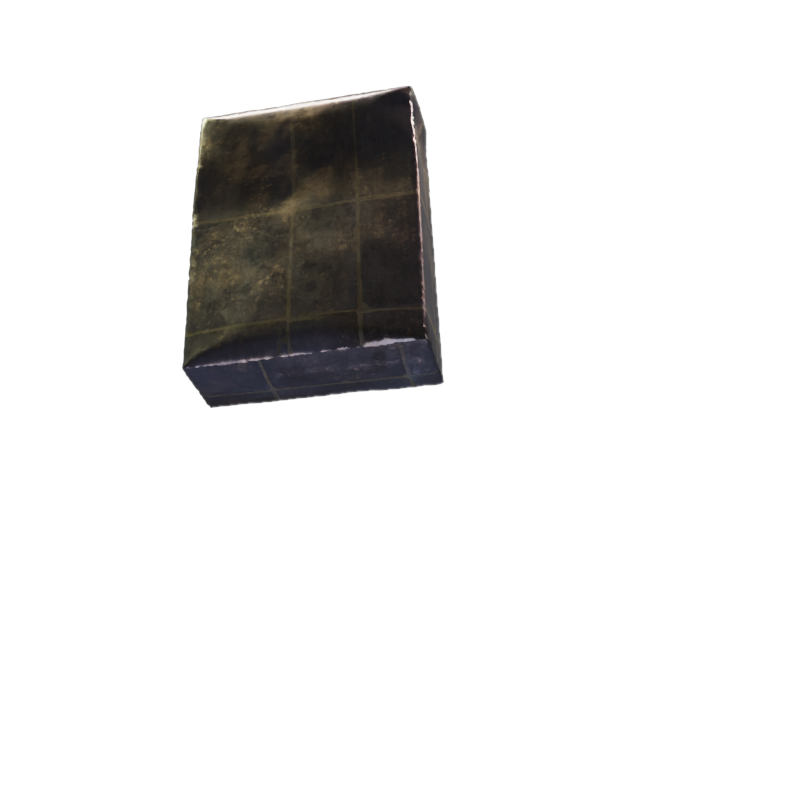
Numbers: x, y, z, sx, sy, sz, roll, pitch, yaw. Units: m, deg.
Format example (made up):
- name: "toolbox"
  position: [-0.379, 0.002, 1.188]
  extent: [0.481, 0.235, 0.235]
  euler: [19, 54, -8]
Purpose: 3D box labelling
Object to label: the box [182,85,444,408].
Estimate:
- name: "box"
  position: [-0.061, -0.111, 0.777]
  extent: [0.166, 0.228, 0.067]
  euler: [-7, -31, 10]
